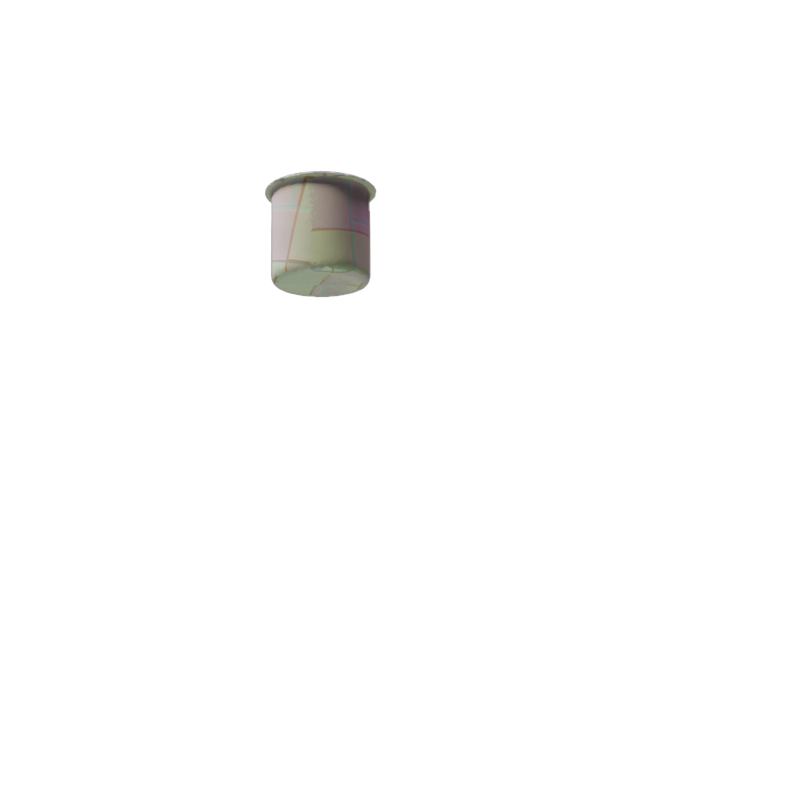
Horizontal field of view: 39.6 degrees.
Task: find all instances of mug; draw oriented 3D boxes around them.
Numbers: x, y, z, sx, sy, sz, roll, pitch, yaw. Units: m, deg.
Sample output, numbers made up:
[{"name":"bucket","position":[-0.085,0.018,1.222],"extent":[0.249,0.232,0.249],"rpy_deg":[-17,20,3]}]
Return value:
[{"name":"mug","position":[-0.072,-0.132,0.923],"extent":[0.089,0.085,0.118],"rpy_deg":[9,-17,-32]}]
